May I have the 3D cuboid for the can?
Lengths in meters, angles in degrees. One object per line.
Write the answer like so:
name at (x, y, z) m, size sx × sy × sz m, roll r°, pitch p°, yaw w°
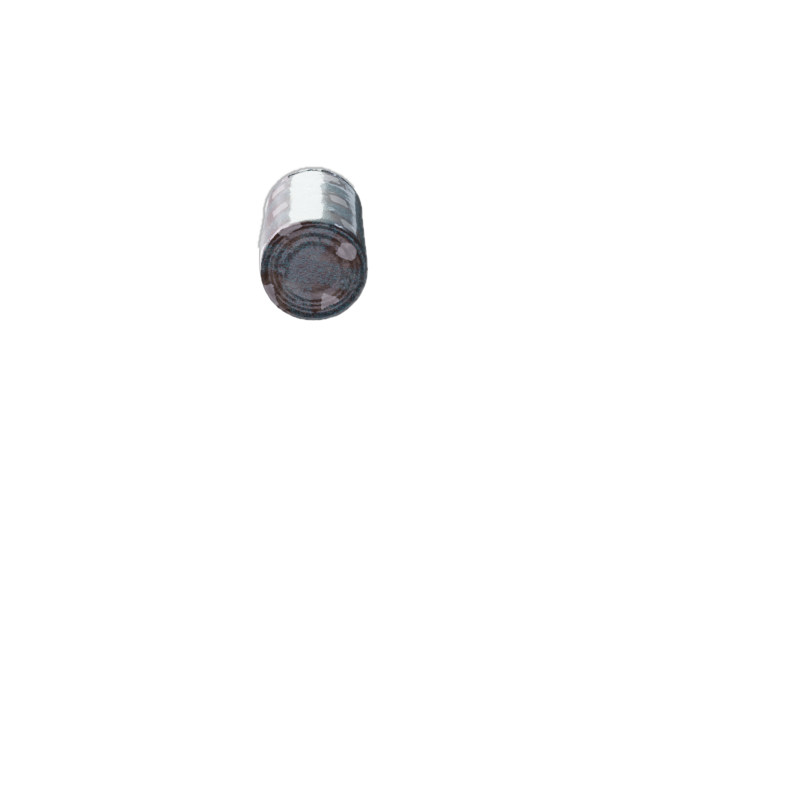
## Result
can at (-0.056, -0.102, 0.717) m, size 0.068 × 0.065 × 0.108 m, roll 0°, pitch 27°, yaw -3°
